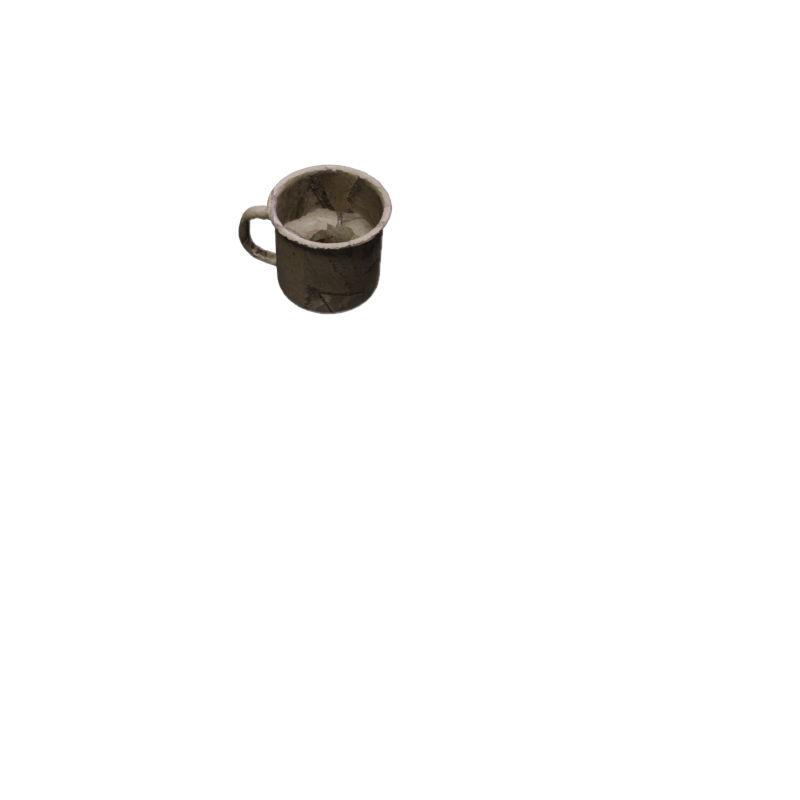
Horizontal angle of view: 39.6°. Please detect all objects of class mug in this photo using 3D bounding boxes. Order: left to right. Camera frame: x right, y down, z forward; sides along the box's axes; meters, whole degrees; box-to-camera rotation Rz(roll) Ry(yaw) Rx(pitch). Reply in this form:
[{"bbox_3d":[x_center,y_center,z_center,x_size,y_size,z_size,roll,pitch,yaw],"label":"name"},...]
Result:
[{"bbox_3d":[-0.067,-0.122,0.852,0.118,0.099,0.076,5,-42,3],"label":"mug"}]
